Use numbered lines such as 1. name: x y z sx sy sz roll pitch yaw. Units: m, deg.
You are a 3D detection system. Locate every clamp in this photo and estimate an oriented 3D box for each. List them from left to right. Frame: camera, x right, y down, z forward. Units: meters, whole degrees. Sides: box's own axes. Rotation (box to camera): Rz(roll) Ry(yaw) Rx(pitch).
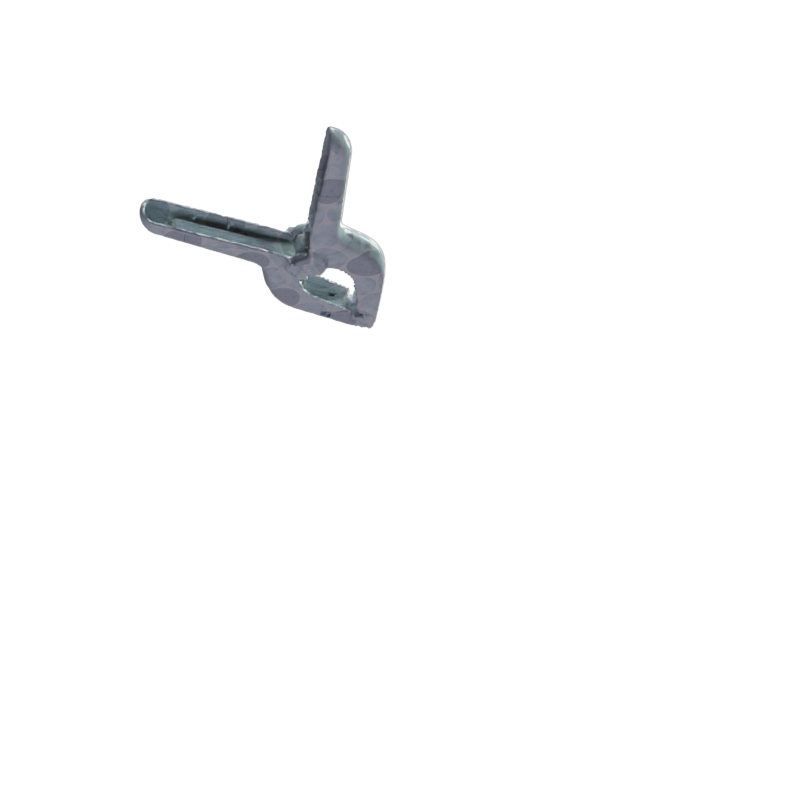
1. clamp: -0.064 -0.116 0.816 0.166 0.039 0.195 -20 -37 29
